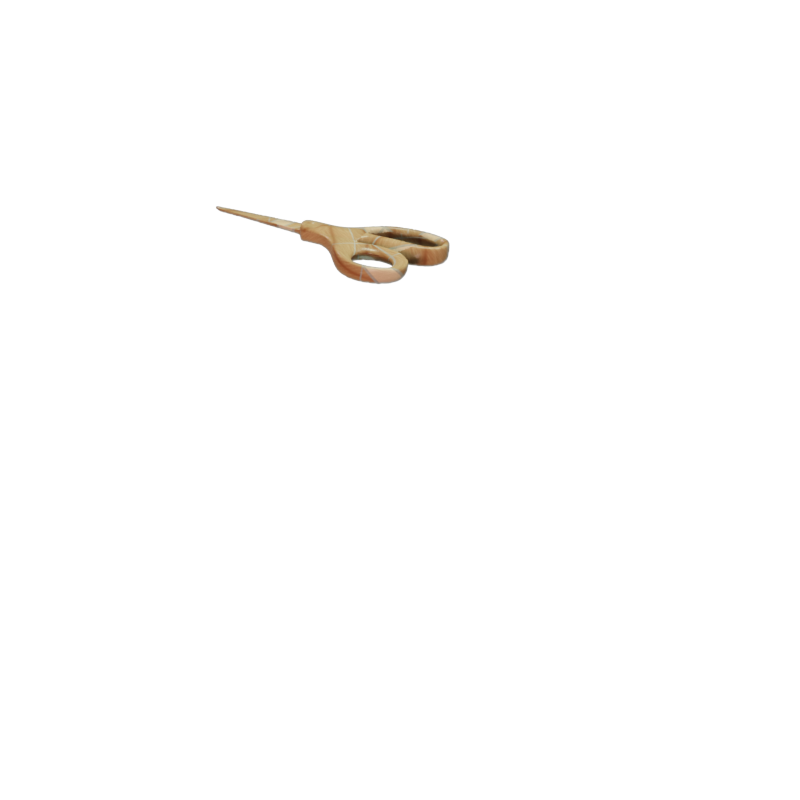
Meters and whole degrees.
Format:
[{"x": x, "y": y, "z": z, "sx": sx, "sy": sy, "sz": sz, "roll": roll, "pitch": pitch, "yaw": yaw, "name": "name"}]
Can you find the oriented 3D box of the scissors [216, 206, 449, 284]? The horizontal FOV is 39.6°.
[{"x": -0.065, "y": -0.119, "z": 0.836, "sx": 0.207, "sy": 0.015, "sz": 0.099, "roll": 9, "pitch": 29, "yaw": 17, "name": "scissors"}]
